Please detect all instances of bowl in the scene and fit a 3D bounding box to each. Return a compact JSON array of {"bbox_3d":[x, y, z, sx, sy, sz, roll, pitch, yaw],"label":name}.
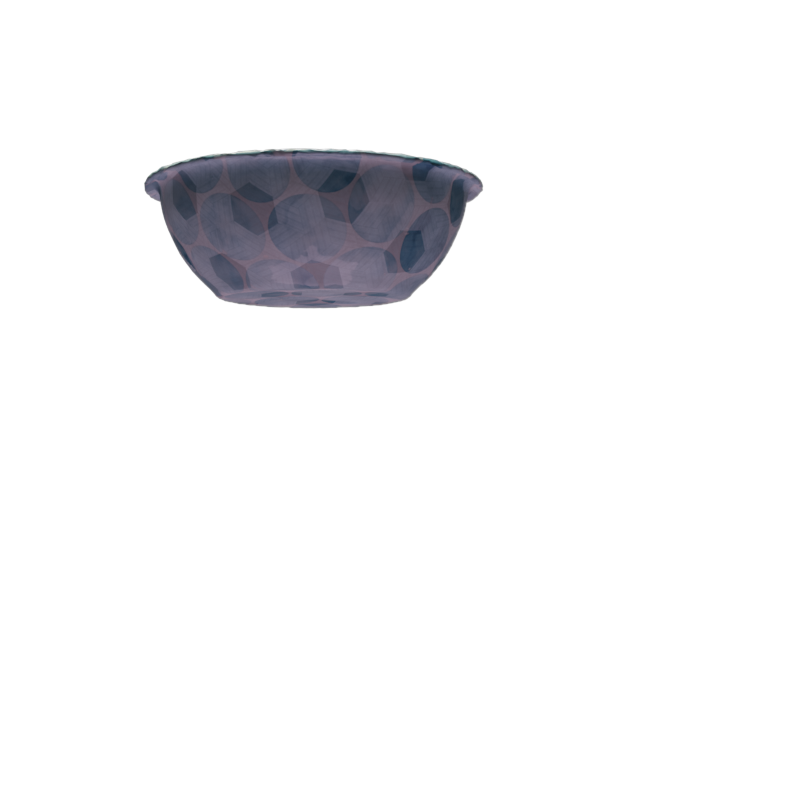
[{"bbox_3d":[-0.041,-0.075,0.528,0.162,0.056,0.160,0,-2,-2],"label":"bowl"}]
